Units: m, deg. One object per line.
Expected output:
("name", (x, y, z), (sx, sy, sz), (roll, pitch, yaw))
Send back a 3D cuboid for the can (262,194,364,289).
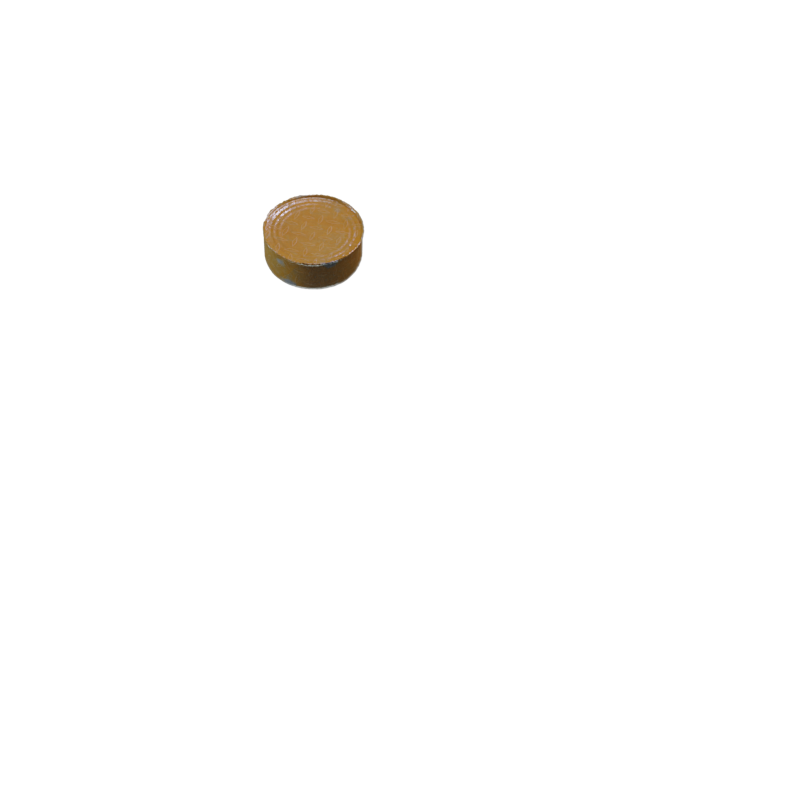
("can", (-0.074, -0.135, 0.946), (0.086, 0.092, 0.031), (-1, -42, -1))
